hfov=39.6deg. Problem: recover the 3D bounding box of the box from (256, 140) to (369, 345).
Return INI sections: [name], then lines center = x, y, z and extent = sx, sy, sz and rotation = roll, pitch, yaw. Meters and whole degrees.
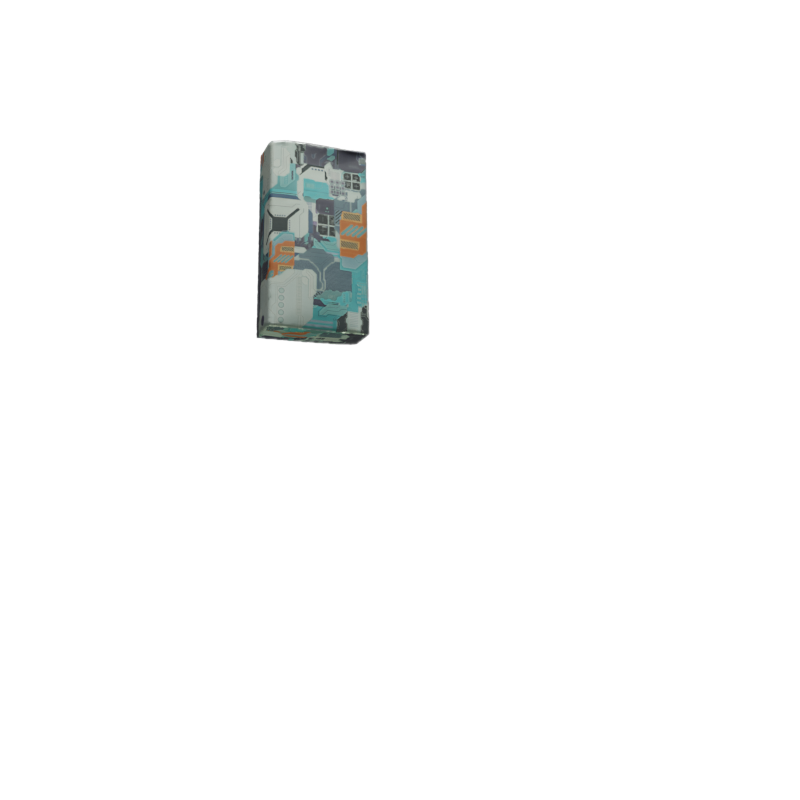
[box]
center = -0.077, -0.140, 0.977
extent = 0.091, 0.184, 0.047
rotation = 5, -20, -18
